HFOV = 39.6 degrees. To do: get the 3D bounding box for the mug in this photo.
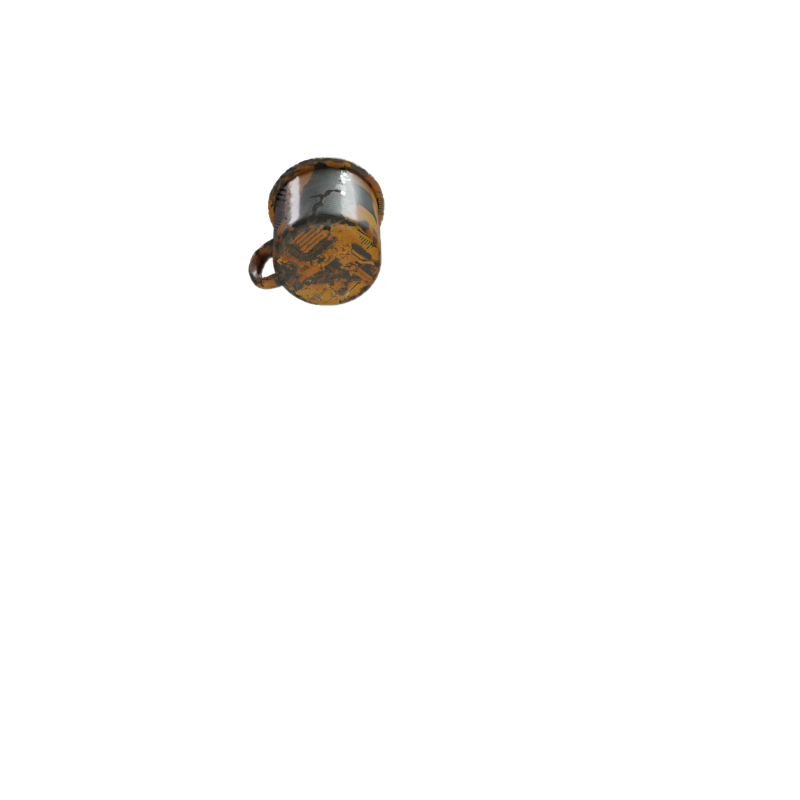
[{"bbox_3d":[-0.067,-0.122,0.852,0.117,0.087,0.087,-24,35,16],"label":"mug"}]
